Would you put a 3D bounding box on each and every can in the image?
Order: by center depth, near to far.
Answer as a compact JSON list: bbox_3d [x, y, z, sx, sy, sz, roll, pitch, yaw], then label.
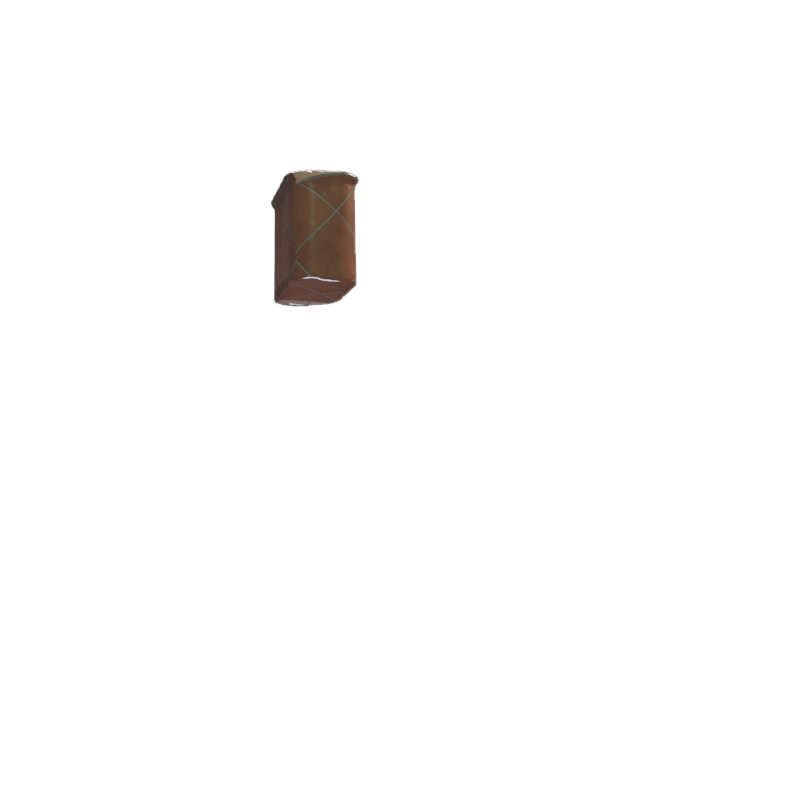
[{"bbox_3d":[-0.067,-0.122,0.855,0.056,0.086,0.101,2,-11,-14],"label":"can"}]
